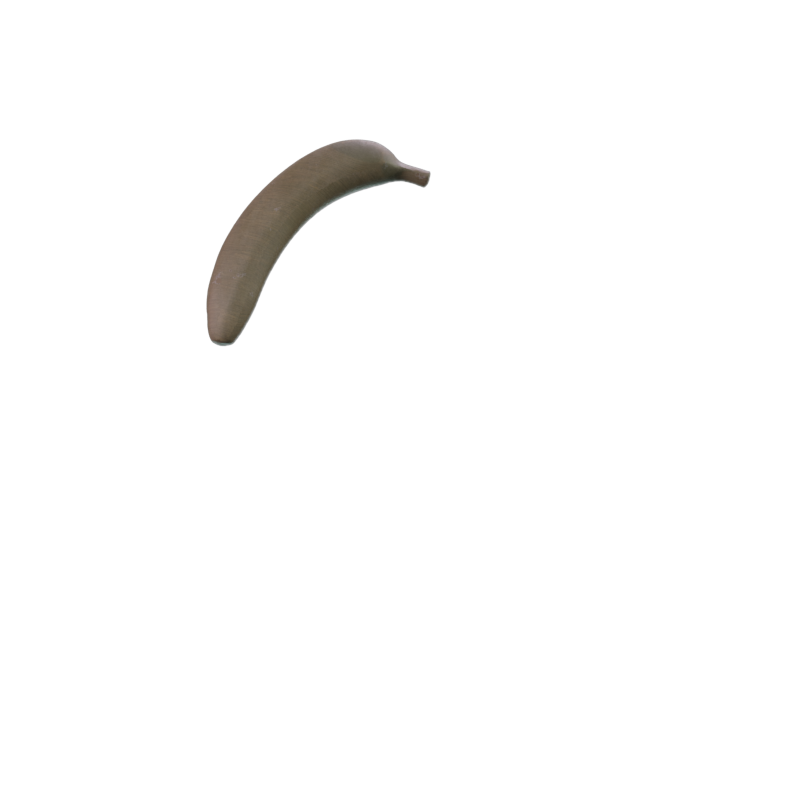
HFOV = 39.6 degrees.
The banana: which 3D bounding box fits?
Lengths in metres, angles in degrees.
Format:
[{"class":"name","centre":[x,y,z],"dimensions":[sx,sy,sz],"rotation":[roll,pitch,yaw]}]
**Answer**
[{"class":"banana","centre":[-0.068,-0.119,0.740],"dimensions":[0.073,0.200,0.035],"rotation":[40,-22,19]}]
